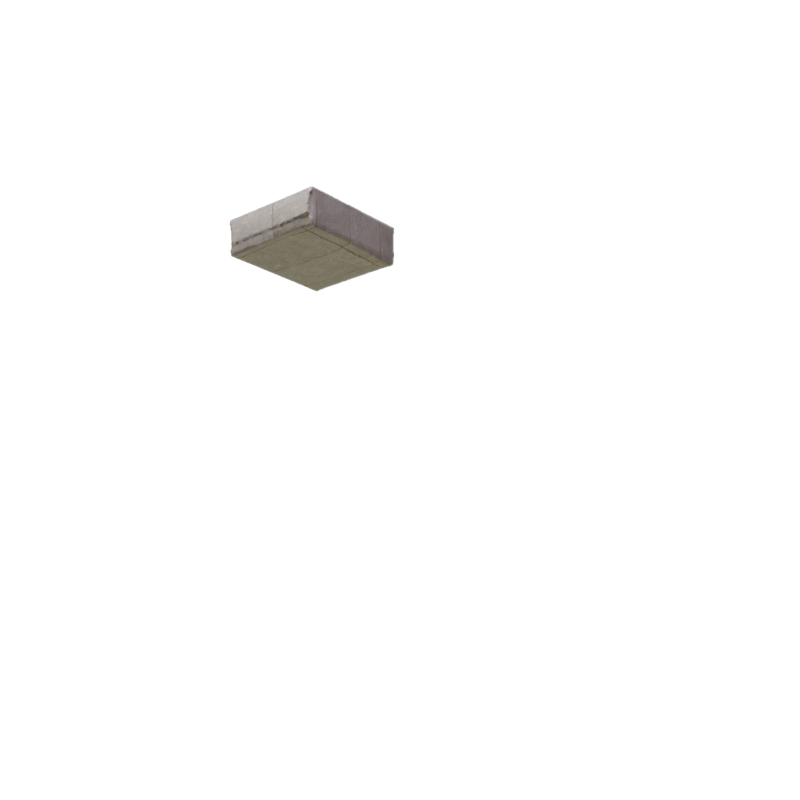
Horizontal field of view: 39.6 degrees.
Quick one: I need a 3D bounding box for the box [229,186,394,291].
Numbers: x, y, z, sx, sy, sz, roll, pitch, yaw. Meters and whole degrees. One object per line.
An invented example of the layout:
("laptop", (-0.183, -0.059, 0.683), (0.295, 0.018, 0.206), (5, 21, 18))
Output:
("box", (-0.072, -0.132, 0.922), (0.091, 0.041, 0.106), (-15, -24, 36))
